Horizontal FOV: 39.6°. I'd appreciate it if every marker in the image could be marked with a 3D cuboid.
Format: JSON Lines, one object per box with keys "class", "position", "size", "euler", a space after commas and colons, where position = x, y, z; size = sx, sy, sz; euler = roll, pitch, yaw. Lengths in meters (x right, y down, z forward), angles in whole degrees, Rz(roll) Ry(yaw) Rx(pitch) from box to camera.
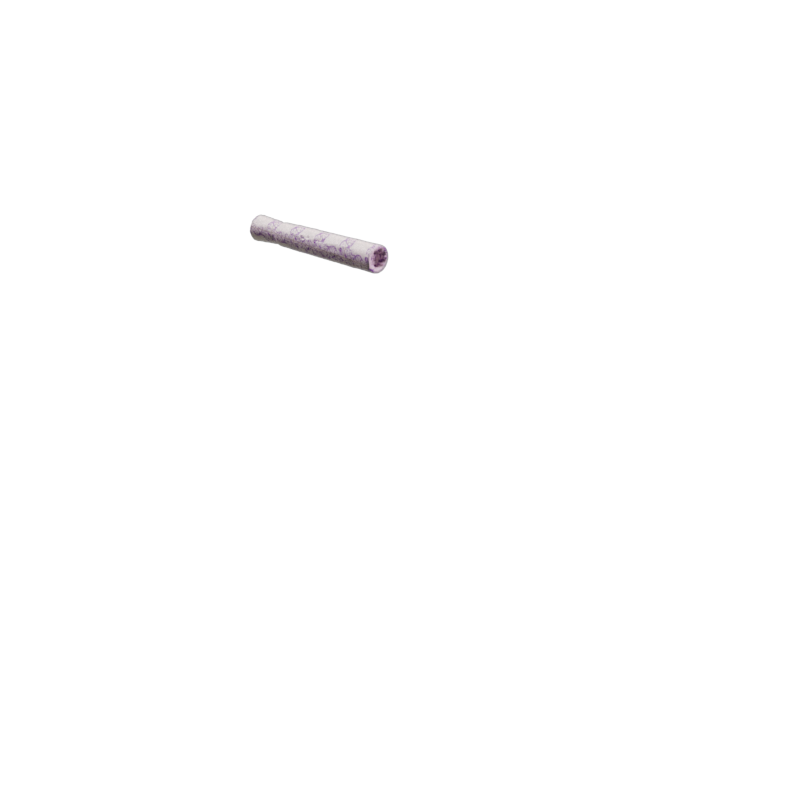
{"class": "marker", "position": [-0.058, -0.106, 0.739], "size": [0.019, 0.019, 0.128], "euler": [-4, 18, -45]}
